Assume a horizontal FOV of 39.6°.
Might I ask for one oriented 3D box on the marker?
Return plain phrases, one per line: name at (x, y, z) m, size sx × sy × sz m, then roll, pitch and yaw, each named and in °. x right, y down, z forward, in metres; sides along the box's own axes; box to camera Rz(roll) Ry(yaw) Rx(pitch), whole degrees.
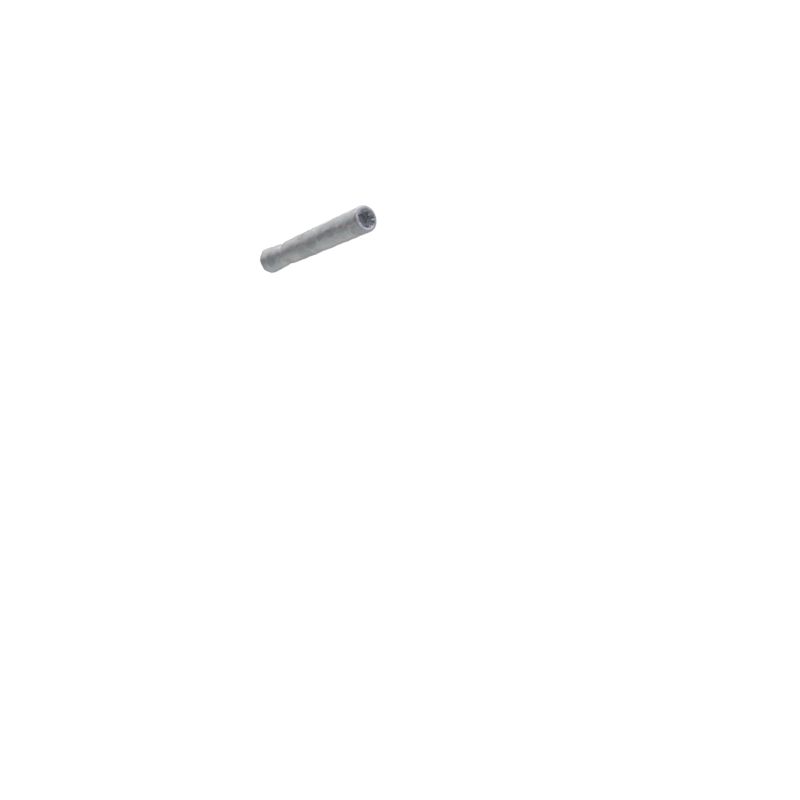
marker at (-0.061, -0.111, 0.781) m, size 0.019 × 0.020 × 0.123 m, roll -3°, pitch -7°, yaw -40°
